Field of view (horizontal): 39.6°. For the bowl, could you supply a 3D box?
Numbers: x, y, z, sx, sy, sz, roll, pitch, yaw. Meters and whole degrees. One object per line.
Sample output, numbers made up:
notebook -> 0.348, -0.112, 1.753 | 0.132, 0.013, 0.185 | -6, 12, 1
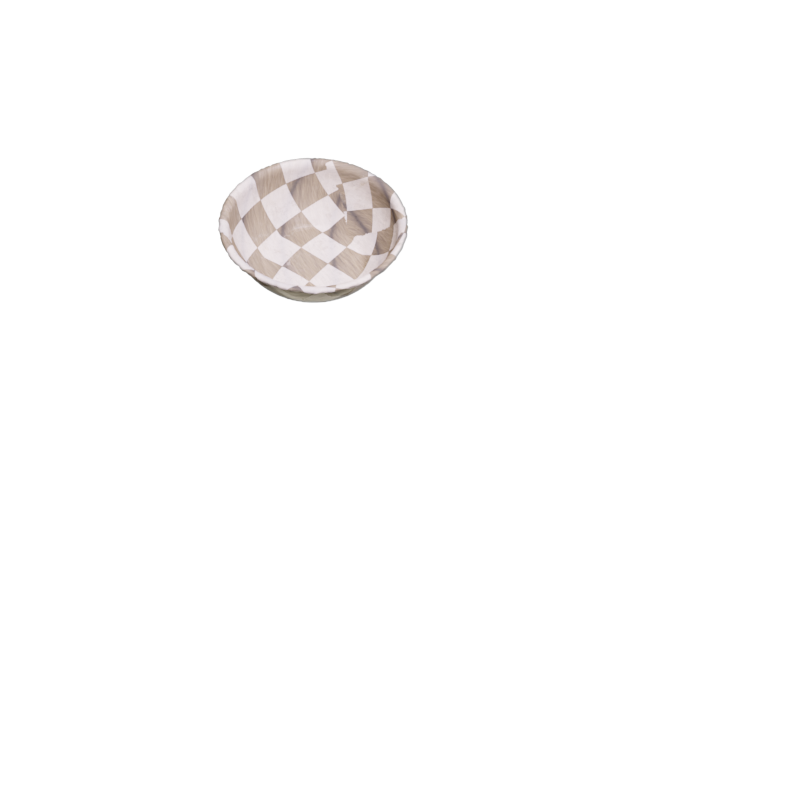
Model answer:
bowl -> -0.076, -0.138, 0.965 | 0.162, 0.174, 0.051 | -1, -40, -1
